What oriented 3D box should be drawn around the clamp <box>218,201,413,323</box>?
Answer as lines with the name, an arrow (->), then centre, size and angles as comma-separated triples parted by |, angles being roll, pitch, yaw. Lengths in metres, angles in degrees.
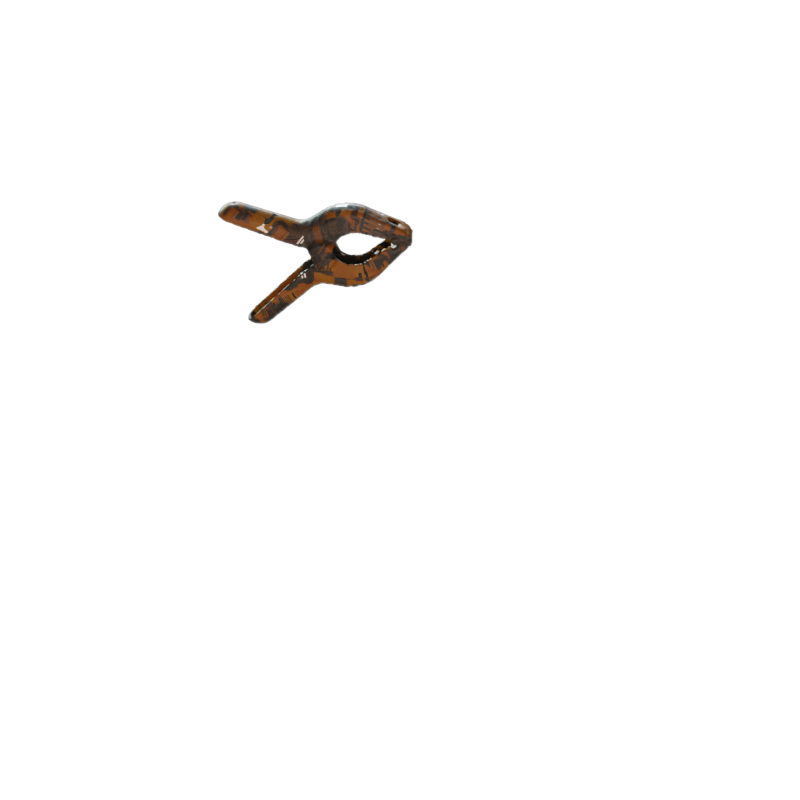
clamp -> -0.078, -0.142, 0.993 | 0.172, 0.112, 0.042 | -18, 30, 10
